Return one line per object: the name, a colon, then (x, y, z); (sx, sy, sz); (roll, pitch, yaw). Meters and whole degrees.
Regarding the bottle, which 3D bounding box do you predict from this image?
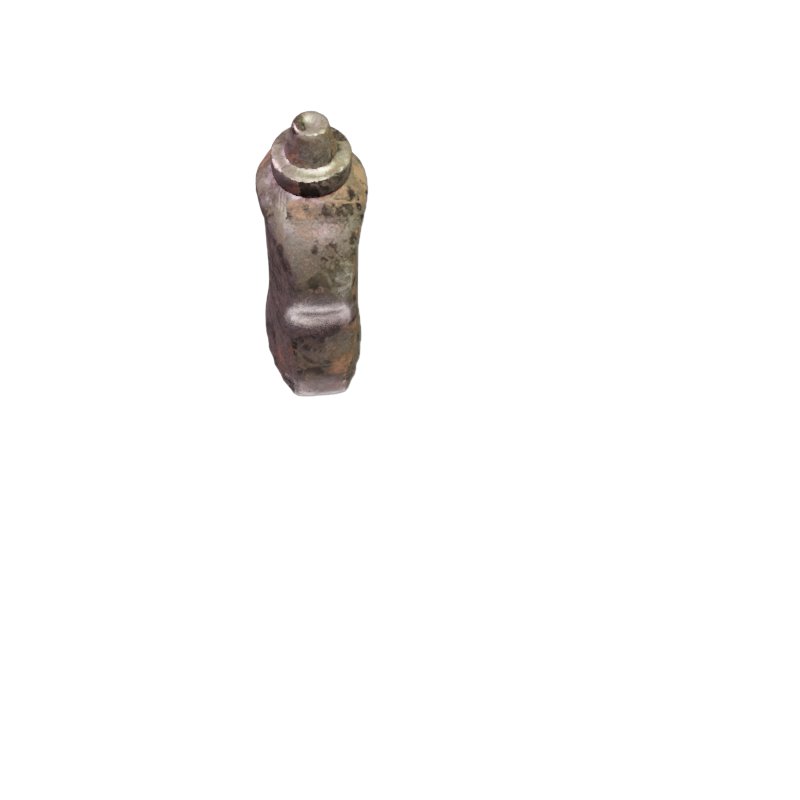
bottle: (-0.048, -0.087, 0.609); (0.058, 0.103, 0.180); (-3, -31, -6)
